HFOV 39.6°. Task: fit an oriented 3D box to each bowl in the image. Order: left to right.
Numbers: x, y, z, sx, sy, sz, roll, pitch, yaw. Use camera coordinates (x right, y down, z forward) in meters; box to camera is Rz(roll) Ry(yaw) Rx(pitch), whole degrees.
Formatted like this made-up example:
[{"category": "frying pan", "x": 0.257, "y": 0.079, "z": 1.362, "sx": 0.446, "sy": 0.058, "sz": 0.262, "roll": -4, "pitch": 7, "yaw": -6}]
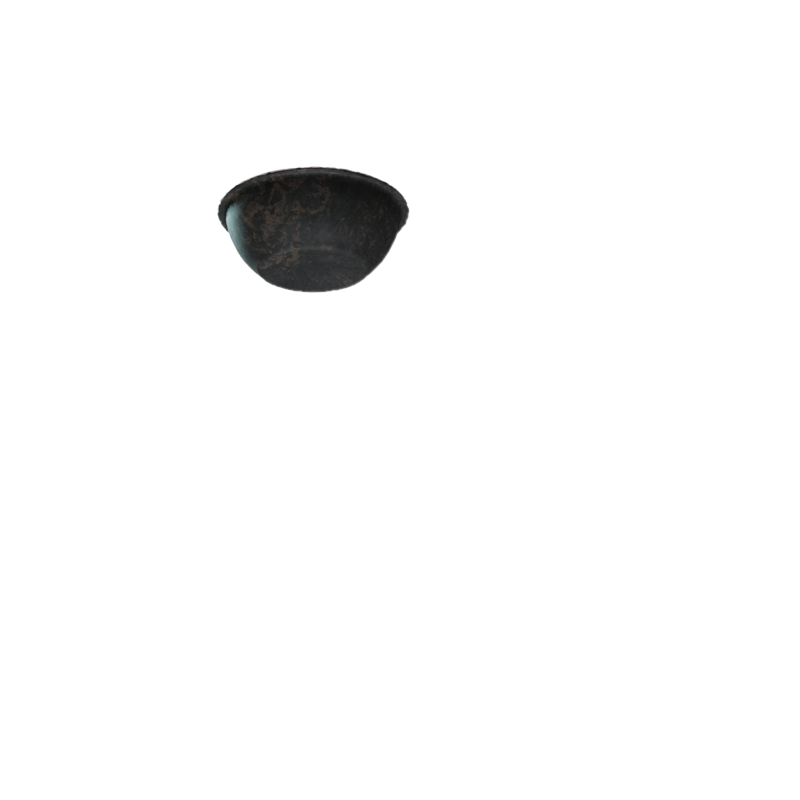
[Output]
[{"category": "bowl", "x": -0.072, "y": -0.132, "z": 0.925, "sx": 0.162, "sy": 0.058, "sz": 0.154, "roll": 0, "pitch": -19, "yaw": -2}]
